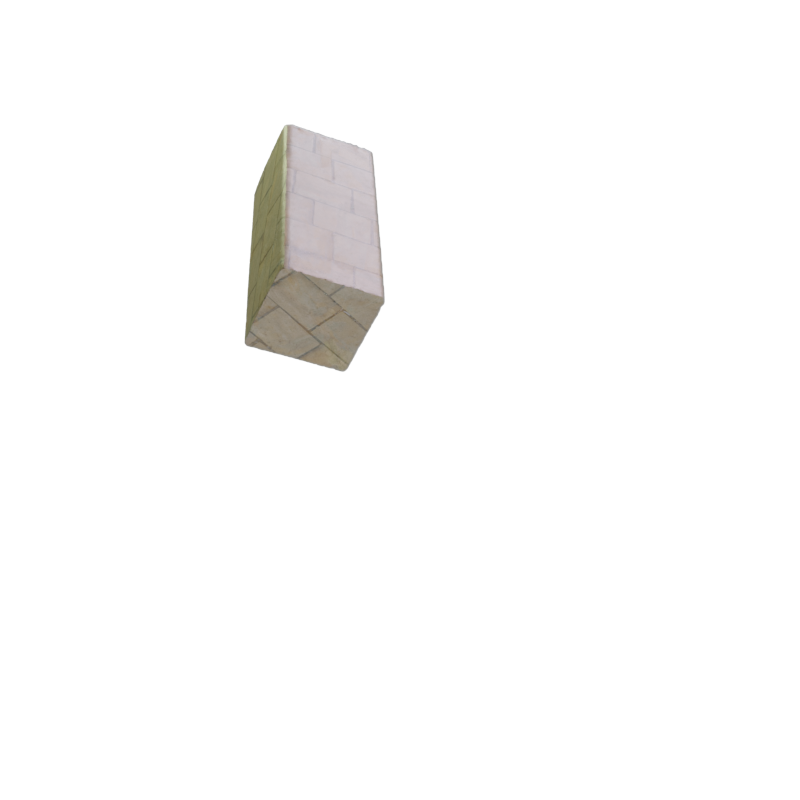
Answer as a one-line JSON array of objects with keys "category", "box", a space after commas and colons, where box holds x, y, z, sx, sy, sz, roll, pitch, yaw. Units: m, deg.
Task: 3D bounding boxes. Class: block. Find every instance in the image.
[{"category": "block", "box": [-0.075, -0.137, 0.959, 0.088, 0.086, 0.221, 16, 40, -17]}]
